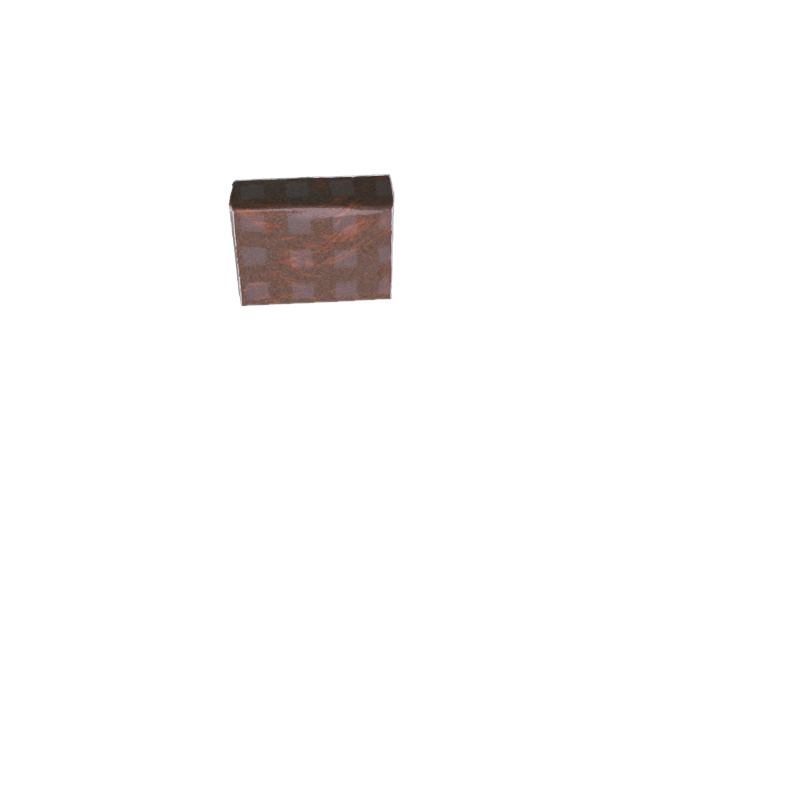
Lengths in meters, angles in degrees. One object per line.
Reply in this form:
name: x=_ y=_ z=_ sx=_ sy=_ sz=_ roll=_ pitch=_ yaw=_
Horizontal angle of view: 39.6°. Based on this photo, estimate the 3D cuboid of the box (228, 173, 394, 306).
box: x=-0.061 y=-0.112 z=0.785 sx=0.113 sy=0.084 sz=0.042 roll=0 pitch=43 yaw=0
